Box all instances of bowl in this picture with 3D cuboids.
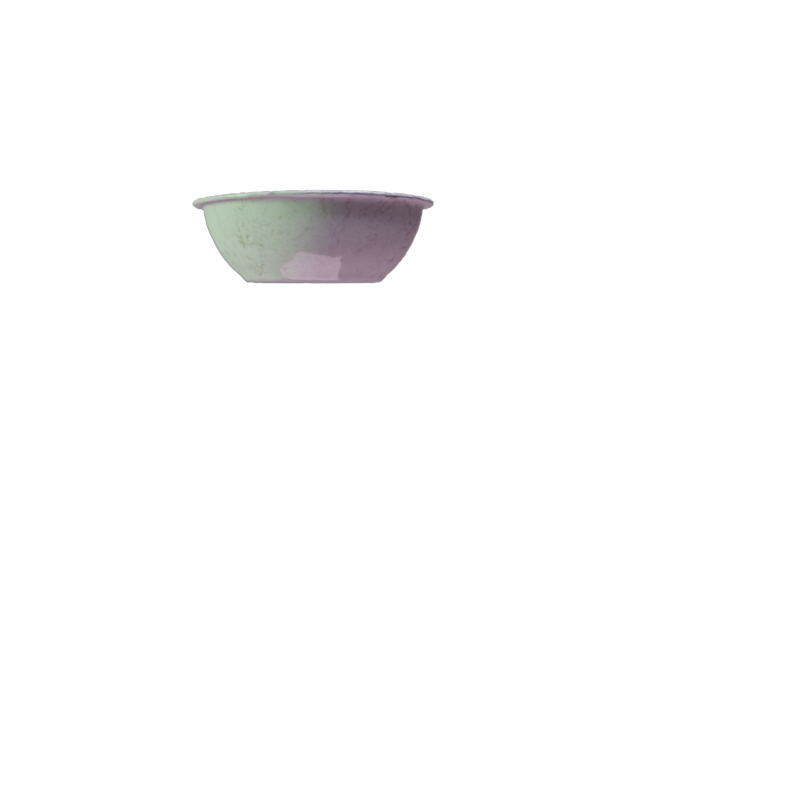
[{"bbox_3d":[-0.058,-0.106,0.743,0.162,0.055,0.163,0,5,-2],"label":"bowl"}]
